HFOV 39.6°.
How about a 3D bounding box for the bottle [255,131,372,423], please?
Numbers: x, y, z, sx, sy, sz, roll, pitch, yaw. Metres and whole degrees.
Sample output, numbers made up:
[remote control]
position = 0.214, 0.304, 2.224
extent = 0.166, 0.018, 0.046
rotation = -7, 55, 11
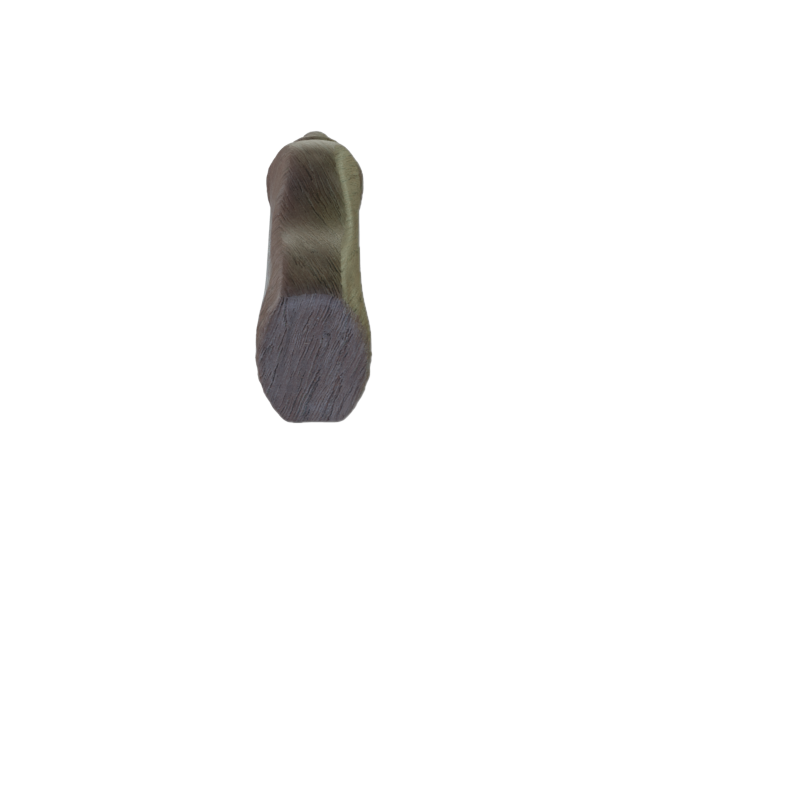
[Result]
[bottle]
position = -0.048, -0.088, 0.614
extent = 0.058, 0.089, 0.206
rotation = -2, 45, -2
